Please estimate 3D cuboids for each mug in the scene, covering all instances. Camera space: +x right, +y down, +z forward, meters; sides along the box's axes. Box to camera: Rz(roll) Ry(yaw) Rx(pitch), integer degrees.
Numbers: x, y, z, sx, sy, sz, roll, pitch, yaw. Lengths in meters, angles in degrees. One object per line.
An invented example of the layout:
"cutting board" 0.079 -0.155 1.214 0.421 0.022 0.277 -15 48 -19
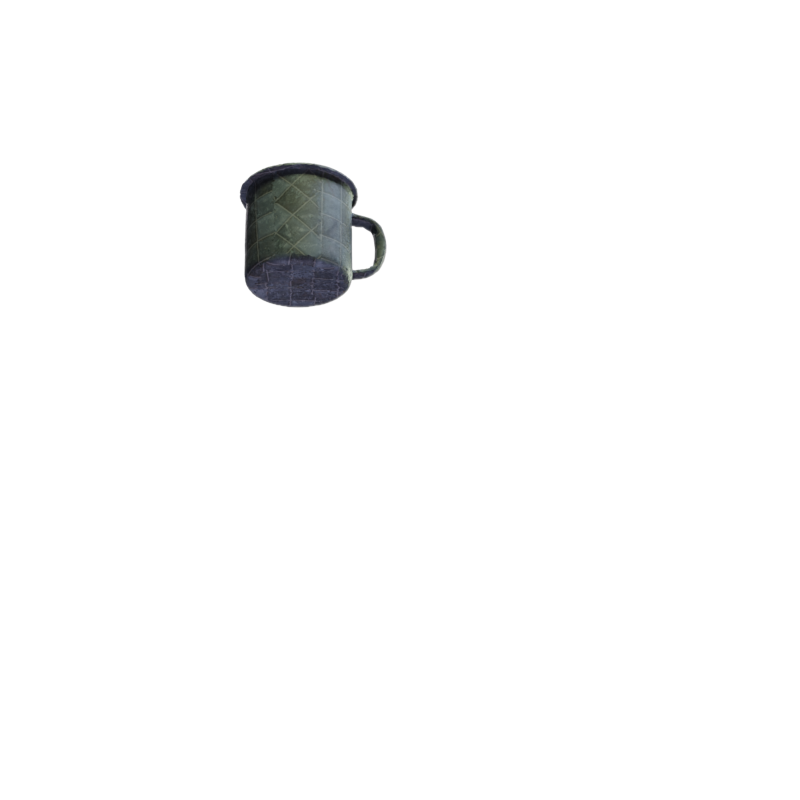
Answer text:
"mug" -0.067 -0.122 0.855 0.114 0.086 0.090 8 -27 -18
